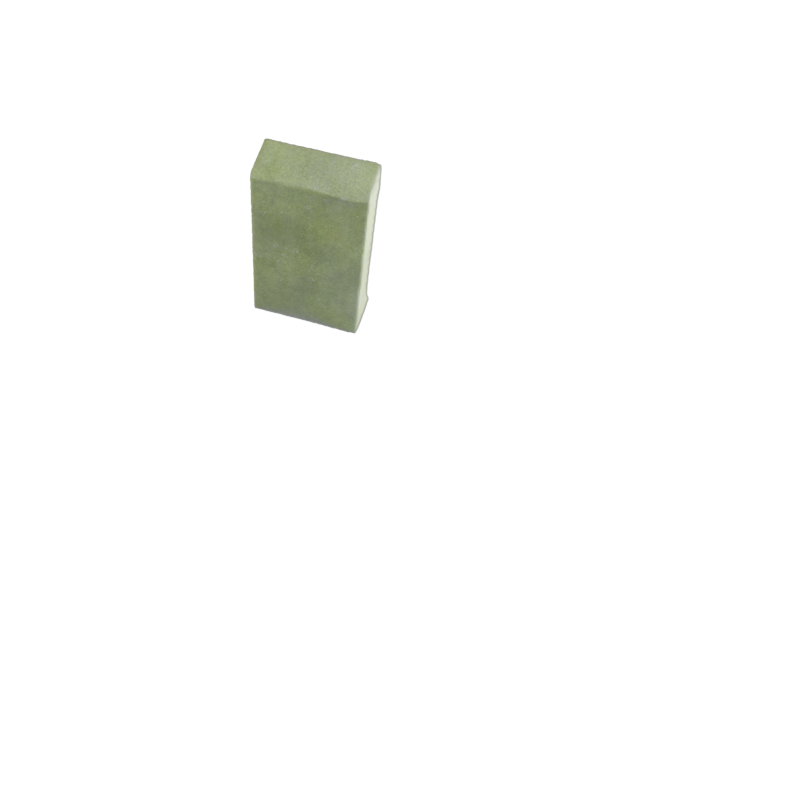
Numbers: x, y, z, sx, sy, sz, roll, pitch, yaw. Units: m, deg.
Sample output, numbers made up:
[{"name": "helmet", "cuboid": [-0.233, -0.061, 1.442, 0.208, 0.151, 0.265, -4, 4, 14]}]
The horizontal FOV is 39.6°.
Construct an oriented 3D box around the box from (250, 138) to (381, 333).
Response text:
[{"name": "box", "cuboid": [-0.069, -0.124, 0.872, 0.095, 0.050, 0.166, 15, -29, 5]}]
